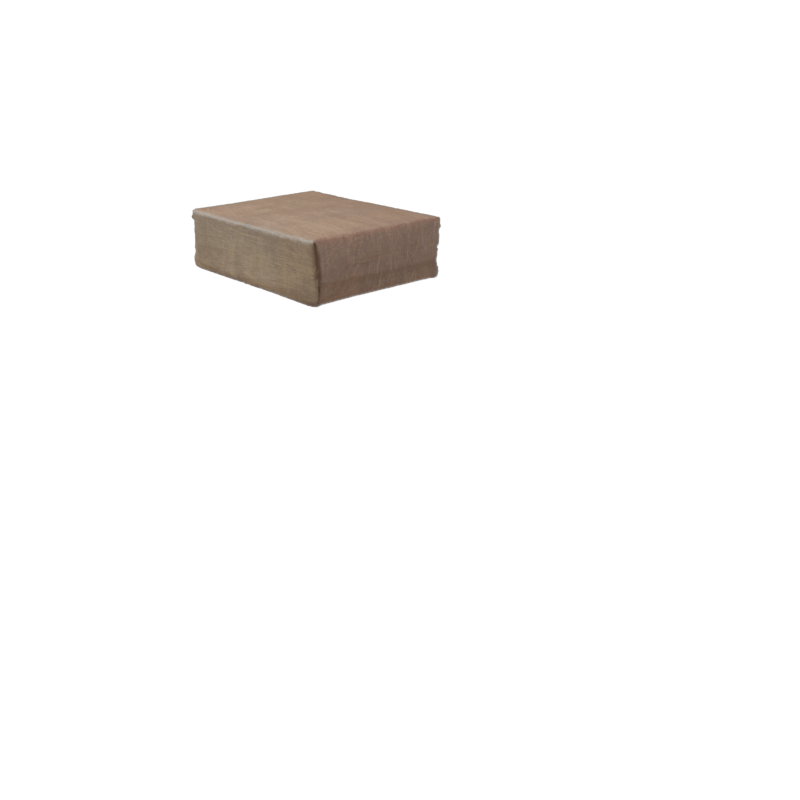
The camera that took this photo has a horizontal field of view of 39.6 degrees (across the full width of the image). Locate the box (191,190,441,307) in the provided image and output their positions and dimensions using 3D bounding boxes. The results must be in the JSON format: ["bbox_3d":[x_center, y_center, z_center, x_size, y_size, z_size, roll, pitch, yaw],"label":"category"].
[{"bbox_3d":[-0.048,-0.088,0.615,0.088,0.037,0.121,-18,28,-38],"label":"box"}]
